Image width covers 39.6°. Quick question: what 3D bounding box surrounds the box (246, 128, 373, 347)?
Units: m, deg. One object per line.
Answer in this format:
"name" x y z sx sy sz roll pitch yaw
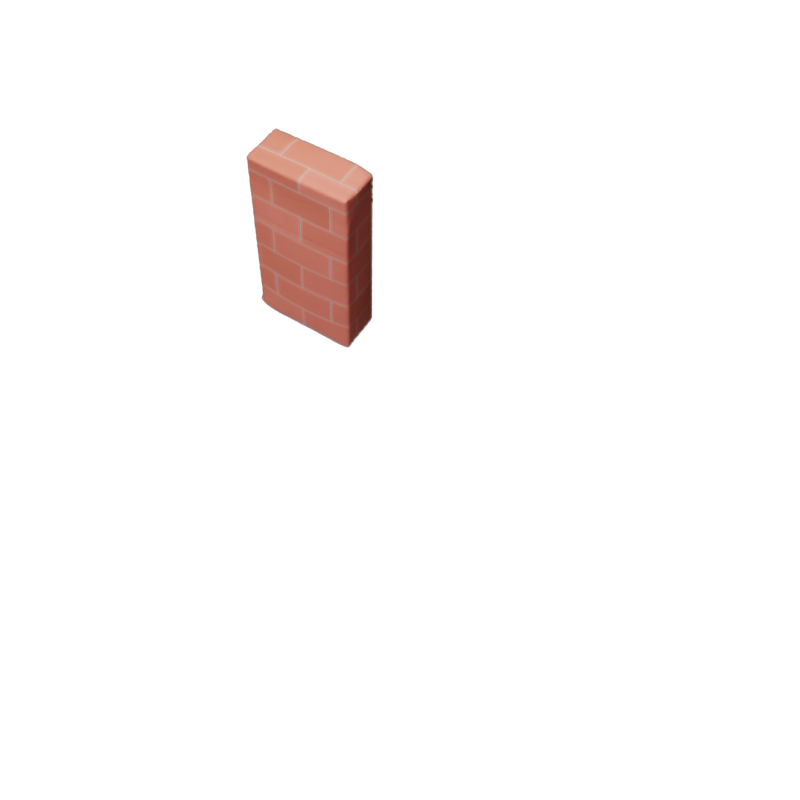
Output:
"box" -0.069 -0.127 0.886 0.098 0.164 0.049 29 55 19
